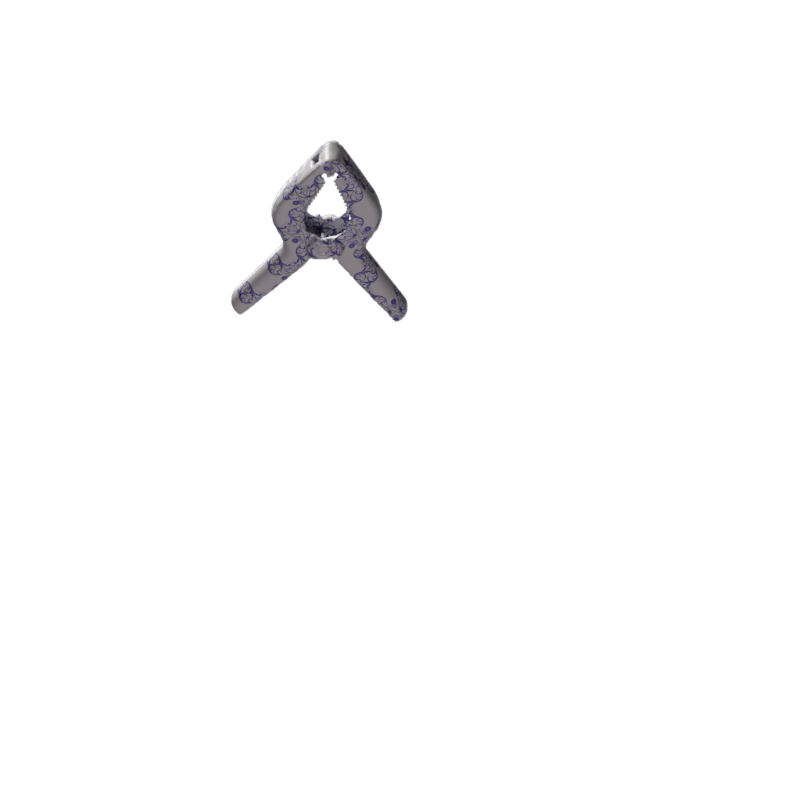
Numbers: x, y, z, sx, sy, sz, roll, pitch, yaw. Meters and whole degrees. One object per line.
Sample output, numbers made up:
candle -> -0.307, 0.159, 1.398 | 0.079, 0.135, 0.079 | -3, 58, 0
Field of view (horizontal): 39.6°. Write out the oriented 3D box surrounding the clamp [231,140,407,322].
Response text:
clamp -> -0.077, -0.140, 0.979 | 0.165, 0.039, 0.195 | -1, -40, 1
